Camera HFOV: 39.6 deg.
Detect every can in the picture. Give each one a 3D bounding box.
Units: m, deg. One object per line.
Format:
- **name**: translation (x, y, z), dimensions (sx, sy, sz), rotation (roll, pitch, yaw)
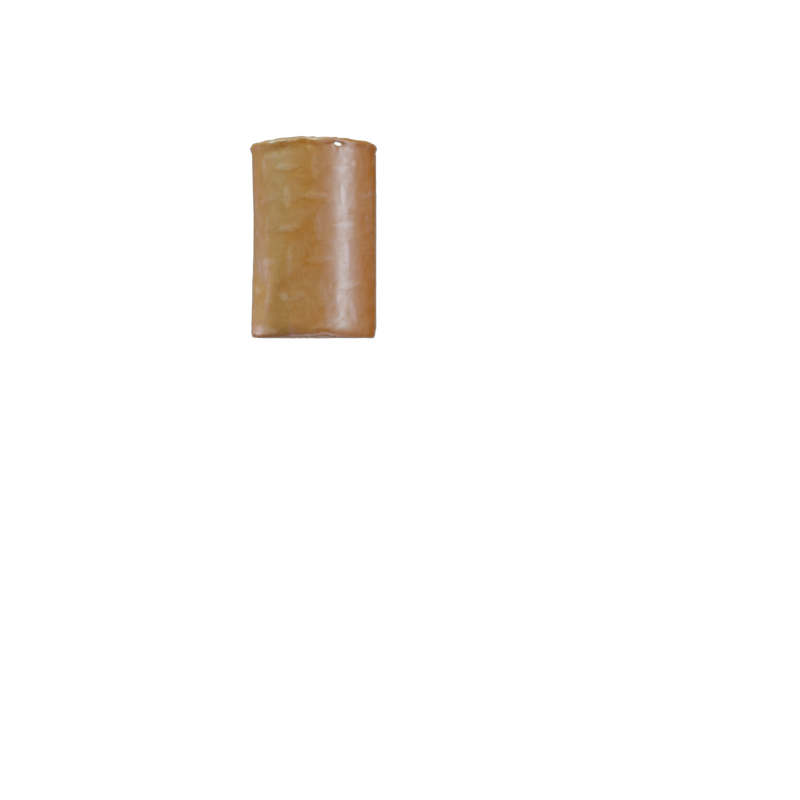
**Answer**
- **can**: translation (-0.046, -0.084, 0.589), dimensions (0.068, 0.103, 0.068), rotation (0, -3, -2)
